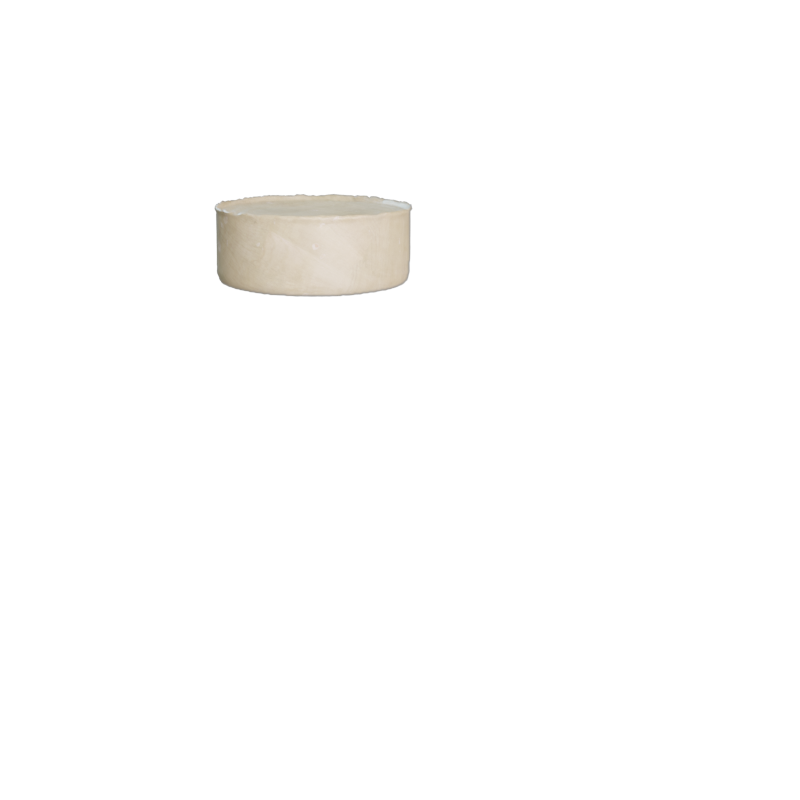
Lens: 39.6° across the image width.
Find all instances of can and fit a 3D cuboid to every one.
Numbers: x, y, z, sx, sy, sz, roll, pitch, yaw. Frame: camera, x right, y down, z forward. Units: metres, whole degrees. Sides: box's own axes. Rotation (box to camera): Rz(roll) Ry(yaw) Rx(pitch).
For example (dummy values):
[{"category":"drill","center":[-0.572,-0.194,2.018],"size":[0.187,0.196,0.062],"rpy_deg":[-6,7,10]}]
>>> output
[{"category":"can","center":[-0.038,-0.069,0.484],"size":[0.086,0.033,0.089],"rpy_deg":[0,15,-2]}]
